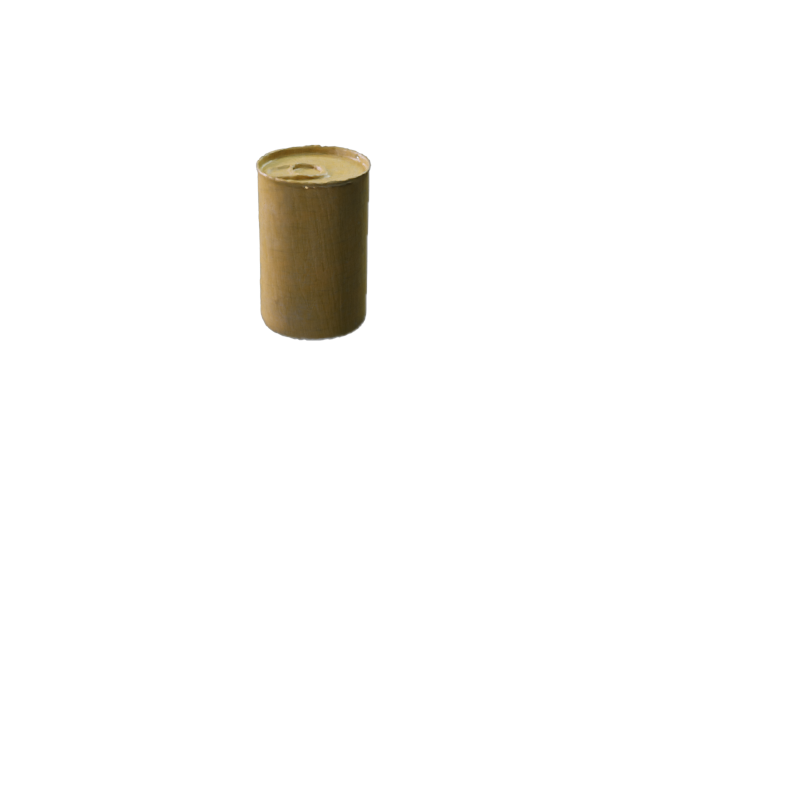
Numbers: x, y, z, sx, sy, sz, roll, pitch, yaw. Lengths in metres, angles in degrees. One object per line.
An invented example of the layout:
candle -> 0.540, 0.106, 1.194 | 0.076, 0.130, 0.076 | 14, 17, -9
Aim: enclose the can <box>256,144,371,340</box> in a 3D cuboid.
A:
can -> -0.053, -0.096, 0.673 | 0.068, 0.097, 0.072 | 0, 26, -2
